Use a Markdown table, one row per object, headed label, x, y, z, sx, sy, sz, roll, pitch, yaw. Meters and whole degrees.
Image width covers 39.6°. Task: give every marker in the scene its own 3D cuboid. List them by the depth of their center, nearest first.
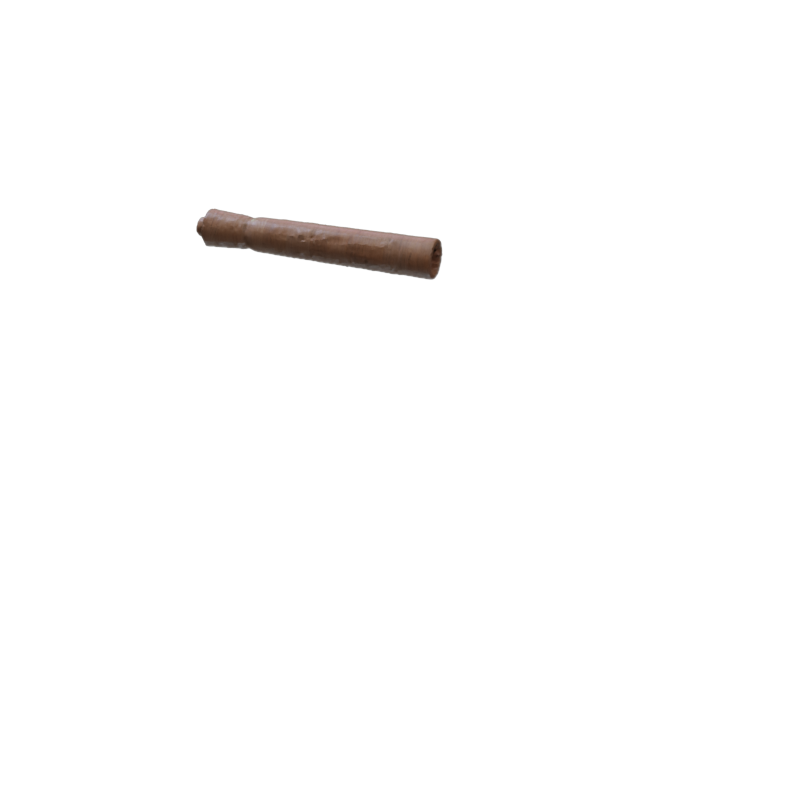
| label | x | y | z | sx | sy | sz | roll | pitch | yaw |
| --- | --- | --- | --- | --- | --- | --- | --- | --- | --- |
| marker | -0.041 | -0.074 | 0.520 | 0.125 | 0.020 | 0.019 | 11 | 8 | 22 |
